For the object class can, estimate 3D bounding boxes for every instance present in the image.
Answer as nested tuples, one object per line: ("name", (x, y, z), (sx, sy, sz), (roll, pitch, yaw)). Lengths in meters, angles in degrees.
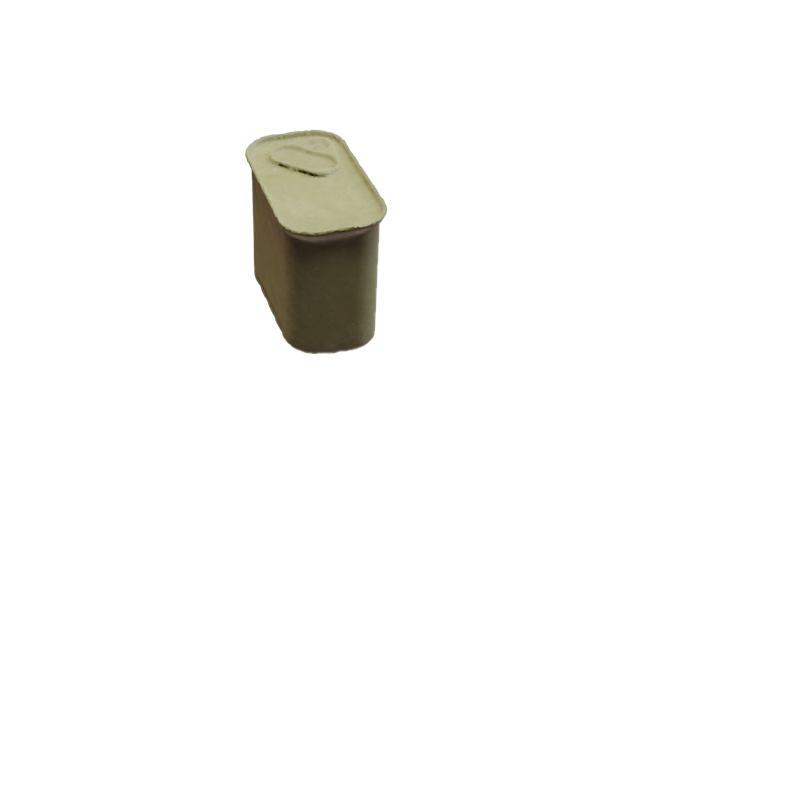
("can", (-0.048, -0.087, 0.609), (0.057, 0.078, 0.110), (-11, 41, -16))
